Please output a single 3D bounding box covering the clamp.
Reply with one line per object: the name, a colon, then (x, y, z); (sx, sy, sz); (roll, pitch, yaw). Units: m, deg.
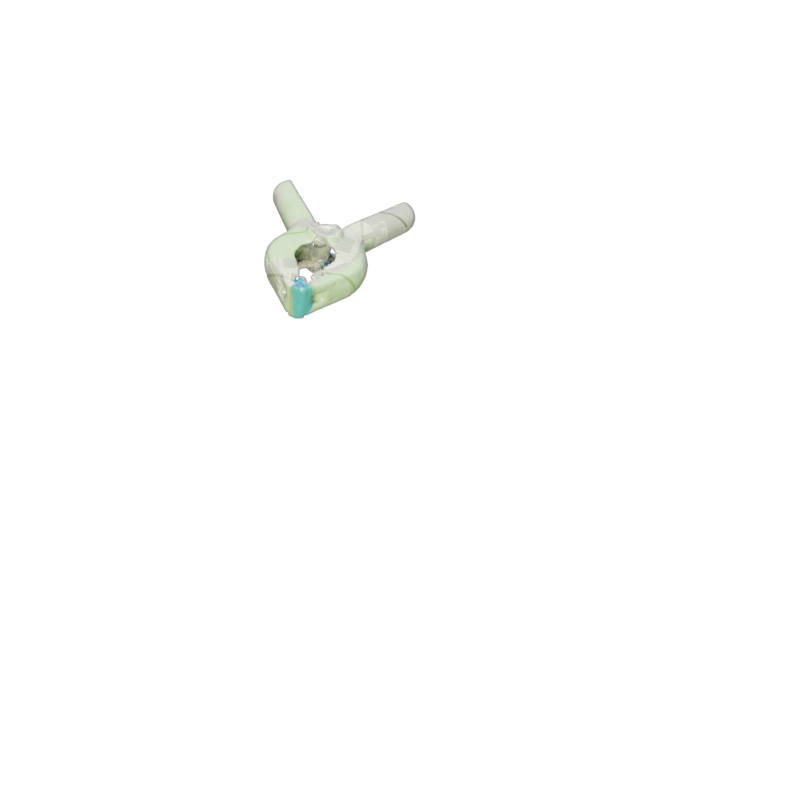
clamp: (-0.069, -0.125, 0.876); (0.124, 0.037, 0.177); (11, 35, 17)
